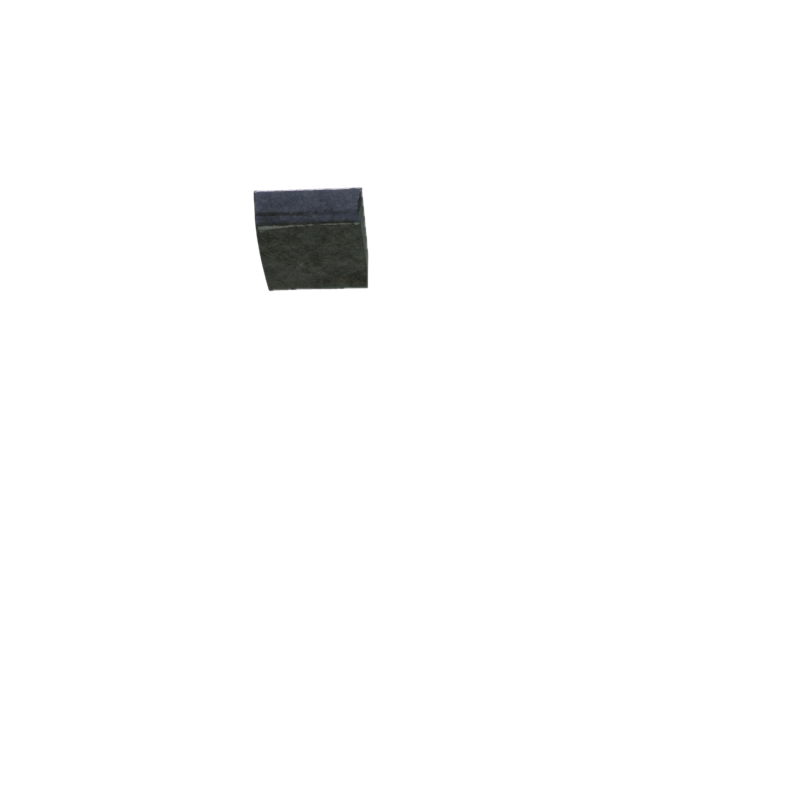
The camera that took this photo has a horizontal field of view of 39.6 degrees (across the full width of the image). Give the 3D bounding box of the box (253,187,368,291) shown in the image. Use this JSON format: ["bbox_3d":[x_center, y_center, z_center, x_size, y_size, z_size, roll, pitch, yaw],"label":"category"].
[{"bbox_3d":[-0.073,-0.133,0.933,0.090,0.041,0.107,-1,-24,2],"label":"box"}]
